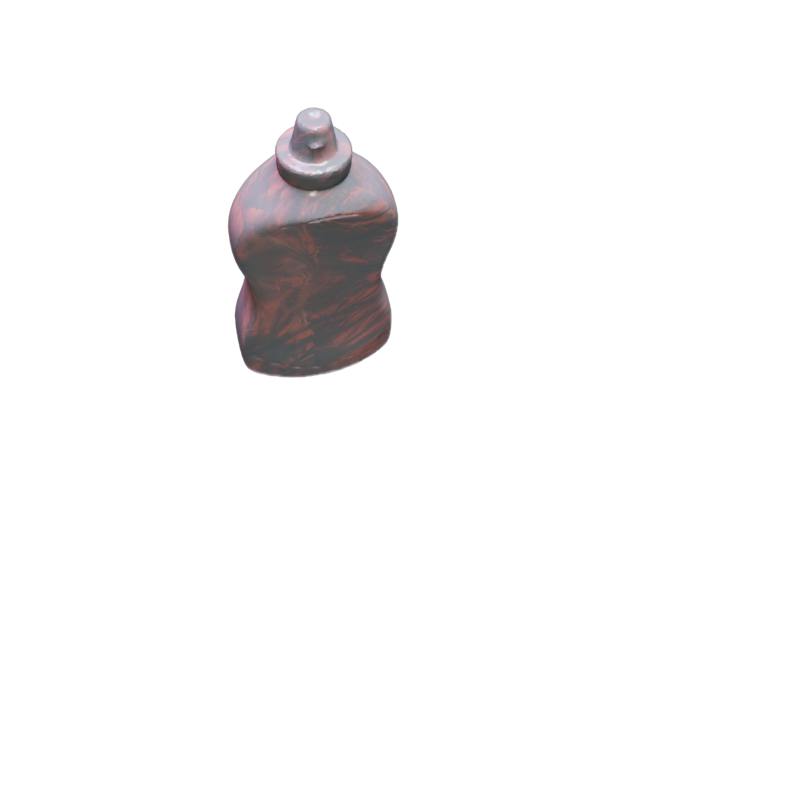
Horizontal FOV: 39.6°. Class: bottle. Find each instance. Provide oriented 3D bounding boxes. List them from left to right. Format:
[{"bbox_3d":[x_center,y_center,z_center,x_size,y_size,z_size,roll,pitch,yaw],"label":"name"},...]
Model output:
[{"bbox_3d":[-0.050,-0.091,0.638,0.095,0.063,0.179,-9,-36,-10],"label":"bottle"}]
